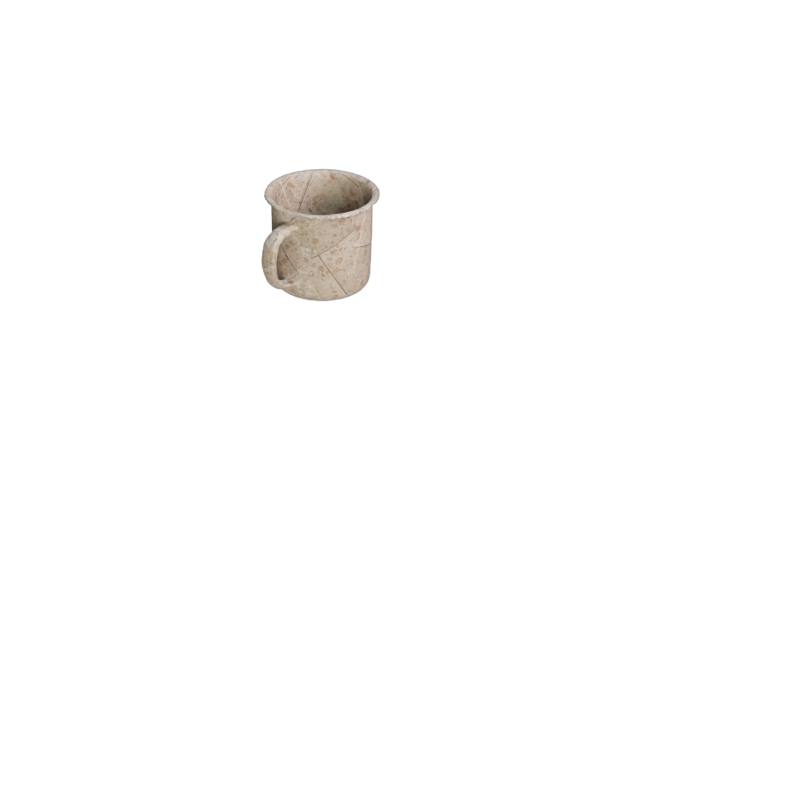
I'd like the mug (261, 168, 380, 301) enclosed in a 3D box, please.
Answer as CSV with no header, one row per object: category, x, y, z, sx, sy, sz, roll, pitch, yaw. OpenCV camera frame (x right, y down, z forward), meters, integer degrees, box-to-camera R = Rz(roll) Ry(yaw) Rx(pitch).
mug,-0.071,-0.129,0.901,0.098,0.077,0.118,20,37,27
